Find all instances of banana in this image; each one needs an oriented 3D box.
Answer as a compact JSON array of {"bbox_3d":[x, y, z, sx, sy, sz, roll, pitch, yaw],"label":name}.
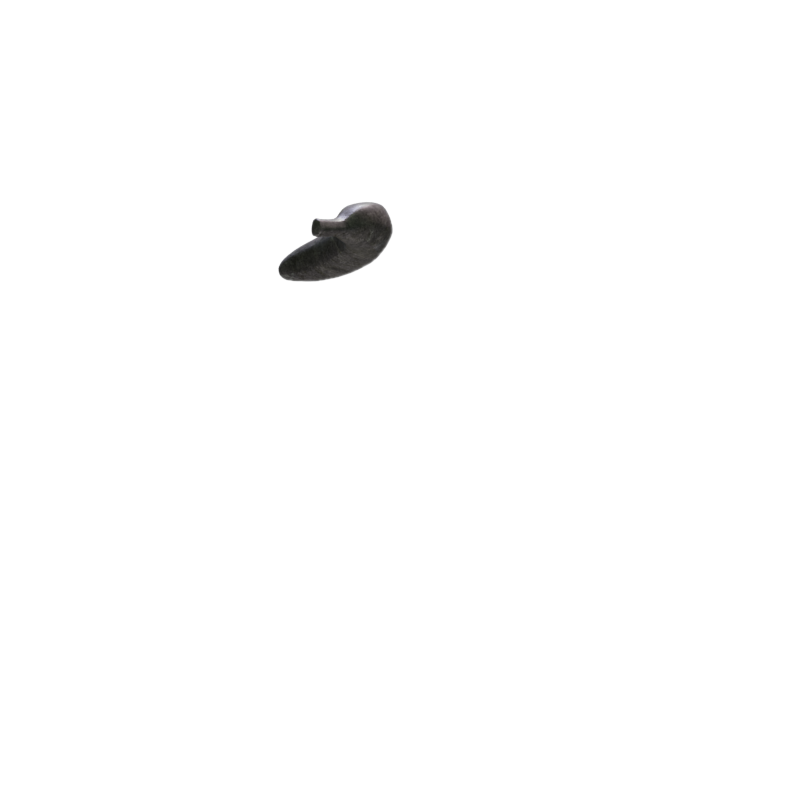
[{"bbox_3d":[-0.046,-0.119,0.831,0.068,0.037,0.196,1,-5,-12],"label":"banana"}]
